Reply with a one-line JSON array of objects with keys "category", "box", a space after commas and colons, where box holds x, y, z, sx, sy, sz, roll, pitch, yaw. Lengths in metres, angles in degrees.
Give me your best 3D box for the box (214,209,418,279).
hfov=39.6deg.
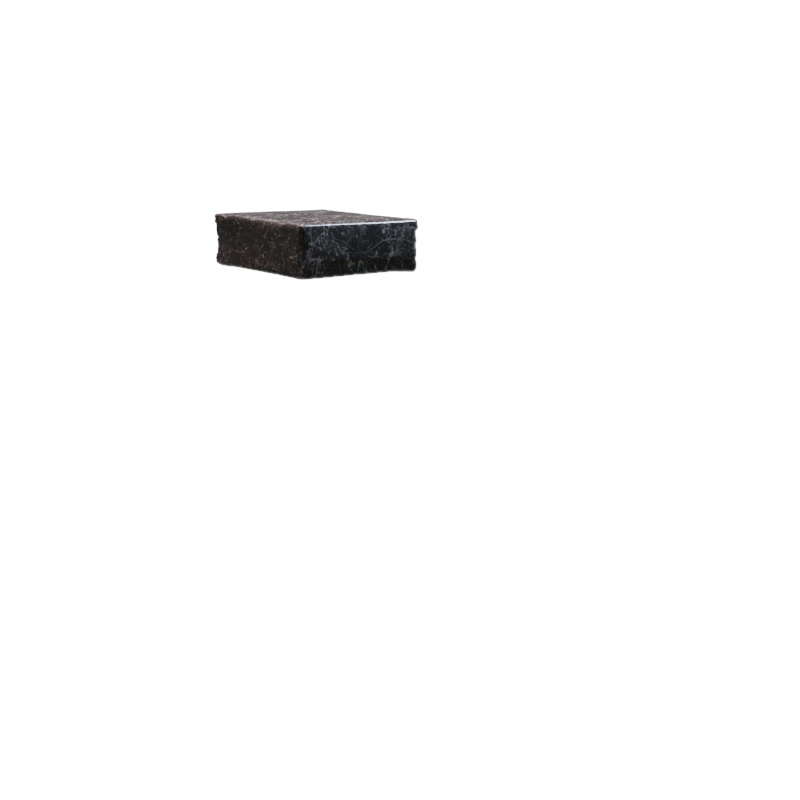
[{"category": "box", "box": [-0.057, -0.104, 0.731, 0.087, 0.038, 0.119, -7, 13, -35]}]
